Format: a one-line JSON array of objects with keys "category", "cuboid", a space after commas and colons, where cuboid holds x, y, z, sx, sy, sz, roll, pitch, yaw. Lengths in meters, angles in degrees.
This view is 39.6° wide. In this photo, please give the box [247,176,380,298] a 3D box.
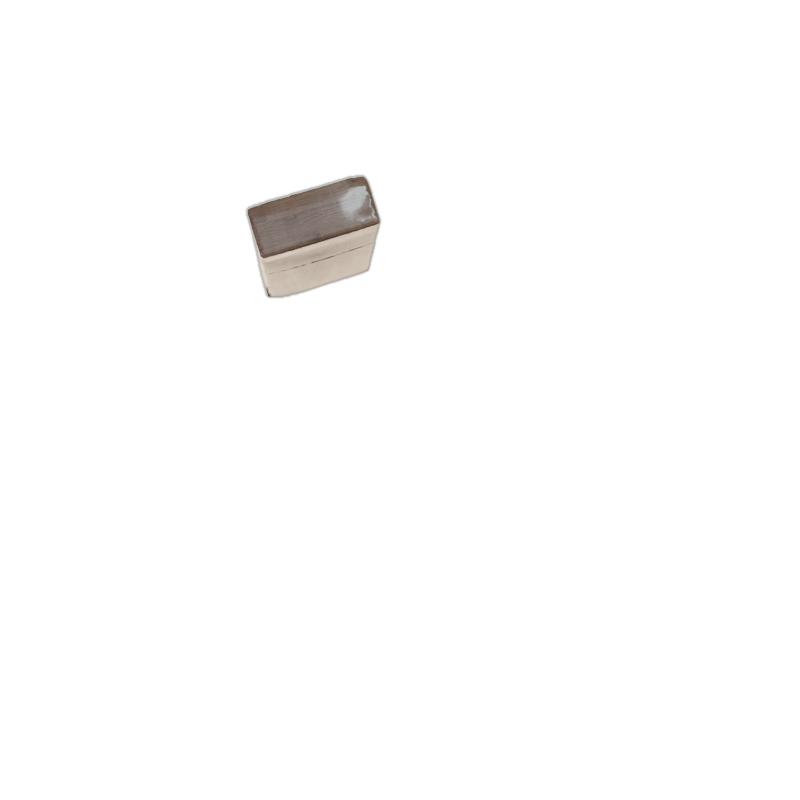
[{"category": "box", "cuboid": [-0.069, -0.126, 0.882, 0.093, 0.049, 0.172, -17, -6, -6]}]
